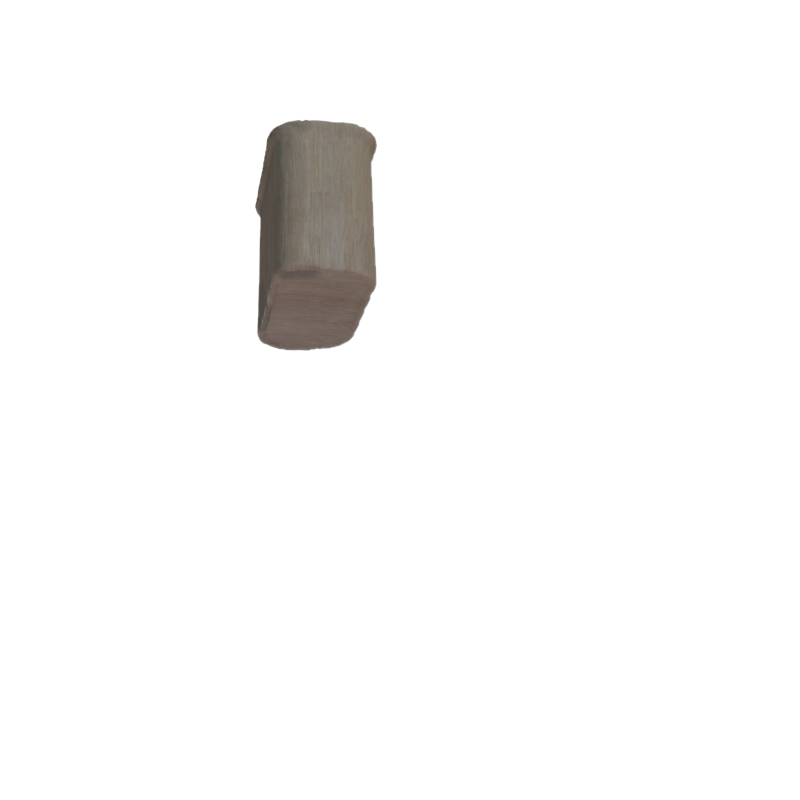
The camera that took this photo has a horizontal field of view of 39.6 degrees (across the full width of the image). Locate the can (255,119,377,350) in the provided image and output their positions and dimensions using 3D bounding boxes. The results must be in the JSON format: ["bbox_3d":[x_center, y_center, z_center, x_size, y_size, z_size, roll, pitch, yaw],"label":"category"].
[{"bbox_3d":[-0.045,-0.083,0.581,0.057,0.089,0.097,4,-26,-11],"label":"can"}]
